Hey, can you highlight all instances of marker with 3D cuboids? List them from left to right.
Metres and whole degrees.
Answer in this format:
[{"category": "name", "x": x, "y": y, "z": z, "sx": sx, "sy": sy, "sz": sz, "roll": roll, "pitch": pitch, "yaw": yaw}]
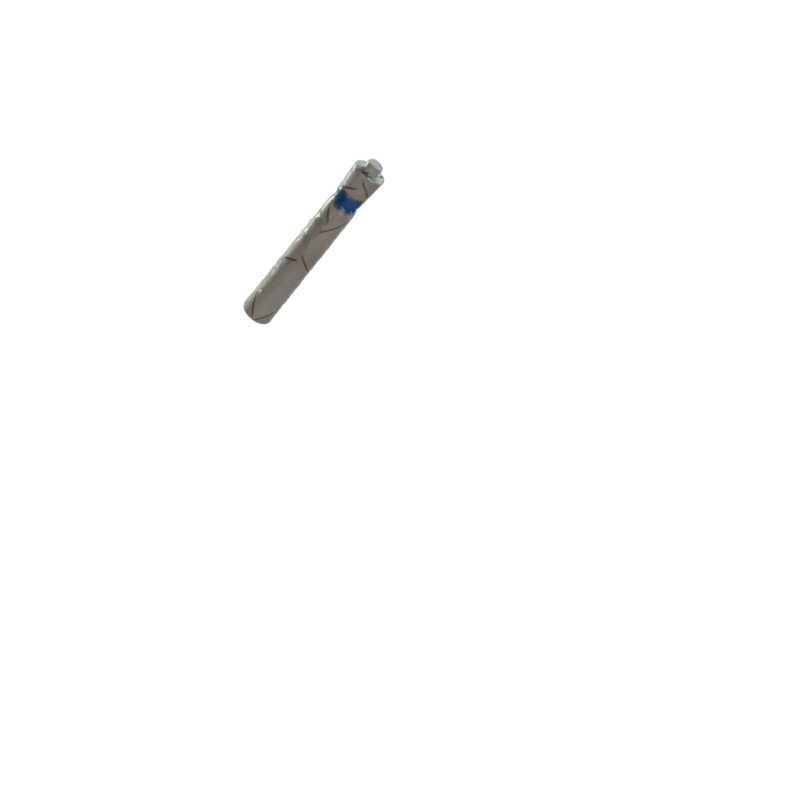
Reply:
[{"category": "marker", "x": -0.048, "y": -0.087, "z": 0.612, "sx": 0.019, "sy": 0.021, "sz": 0.118, "roll": -3, "pitch": -36, "yaw": -51}]
